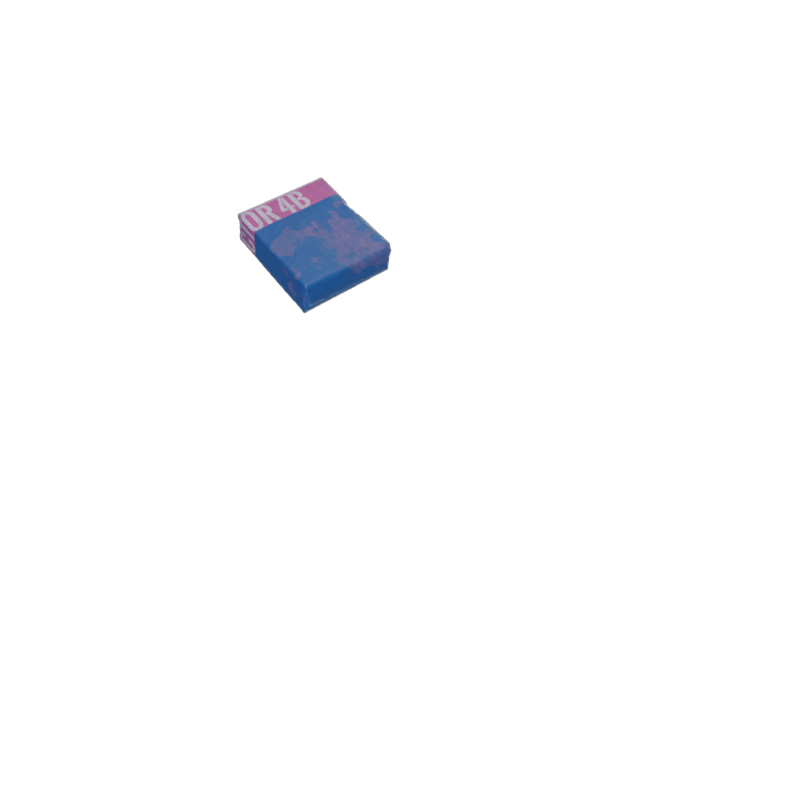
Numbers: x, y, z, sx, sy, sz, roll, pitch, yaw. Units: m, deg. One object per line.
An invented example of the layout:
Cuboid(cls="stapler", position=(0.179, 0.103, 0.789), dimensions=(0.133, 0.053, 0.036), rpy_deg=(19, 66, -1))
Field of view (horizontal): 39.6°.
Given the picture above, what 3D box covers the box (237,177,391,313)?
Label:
Cuboid(cls="box", position=(-0.061, -0.112, 0.786), dimensions=(0.073, 0.028, 0.096), rpy_deg=(-27, 54, -22))
